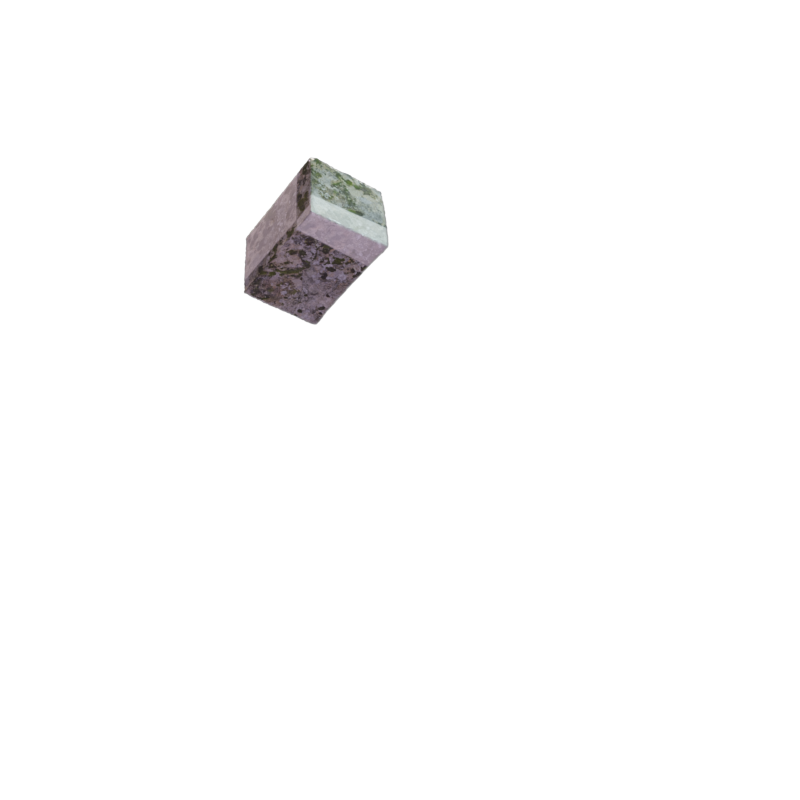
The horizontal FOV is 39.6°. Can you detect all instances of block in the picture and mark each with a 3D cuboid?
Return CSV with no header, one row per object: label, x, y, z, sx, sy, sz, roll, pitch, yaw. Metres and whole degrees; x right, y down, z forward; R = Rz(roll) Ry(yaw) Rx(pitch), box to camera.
block,-0.051,-0.093,0.652,0.050,0.055,0.076,25,-50,-26
